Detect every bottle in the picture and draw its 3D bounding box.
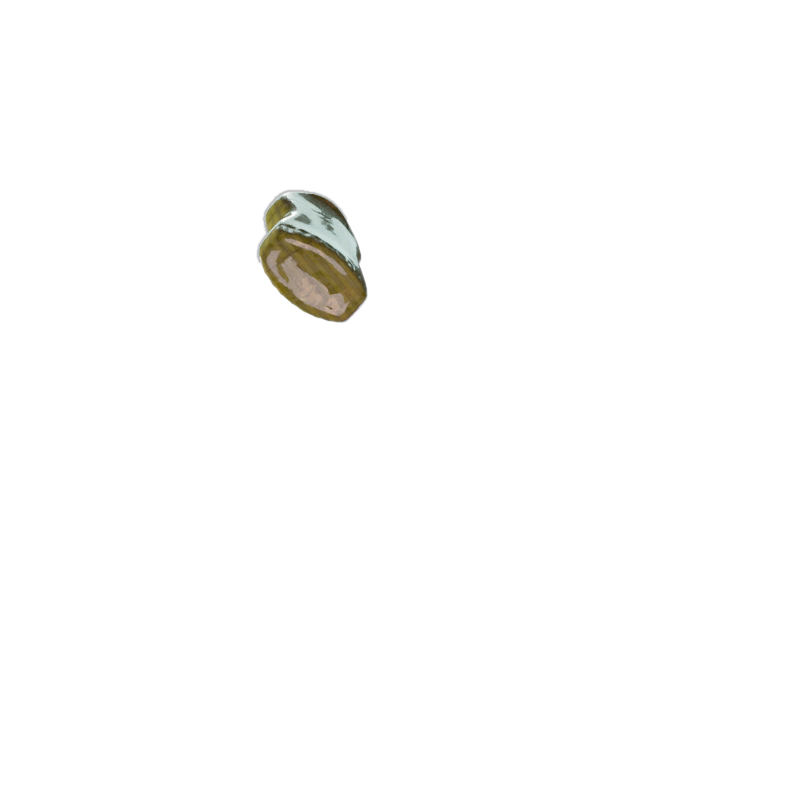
[{"bbox_3d":[-0.078,-0.141,0.991,0.093,0.057,0.202,34,19,-17],"label":"bottle"}]
